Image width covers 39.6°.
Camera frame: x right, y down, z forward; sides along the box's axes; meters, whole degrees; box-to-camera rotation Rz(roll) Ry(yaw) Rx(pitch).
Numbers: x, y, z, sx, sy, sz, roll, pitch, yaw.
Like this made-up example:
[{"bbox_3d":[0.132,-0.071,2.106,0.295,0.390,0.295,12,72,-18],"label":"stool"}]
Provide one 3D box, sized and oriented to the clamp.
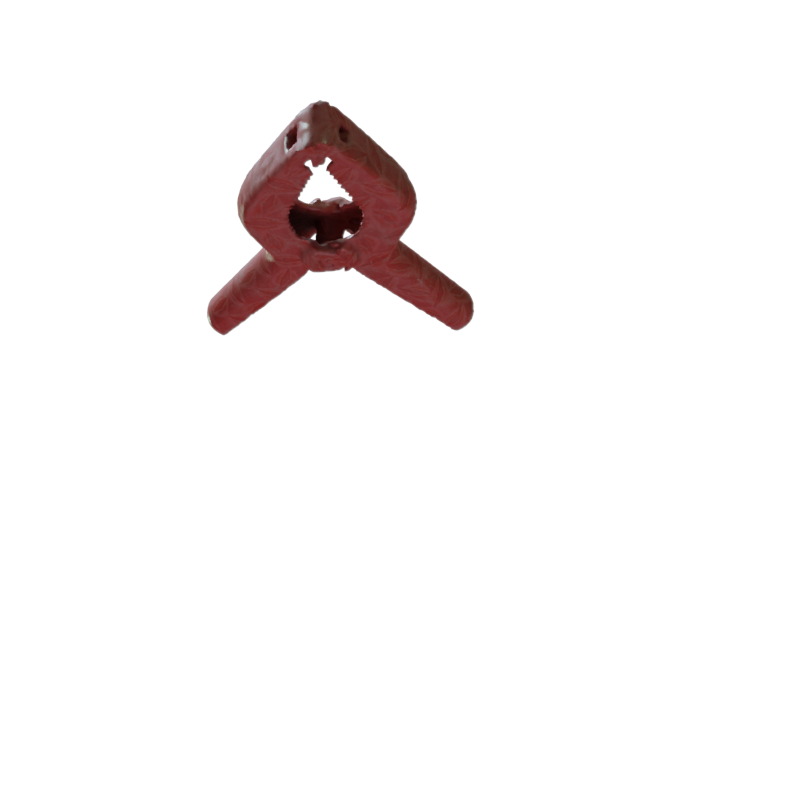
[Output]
[{"bbox_3d":[-0.048,-0.088,0.619,0.166,0.039,0.196,-4,-26,8],"label":"clamp"}]
